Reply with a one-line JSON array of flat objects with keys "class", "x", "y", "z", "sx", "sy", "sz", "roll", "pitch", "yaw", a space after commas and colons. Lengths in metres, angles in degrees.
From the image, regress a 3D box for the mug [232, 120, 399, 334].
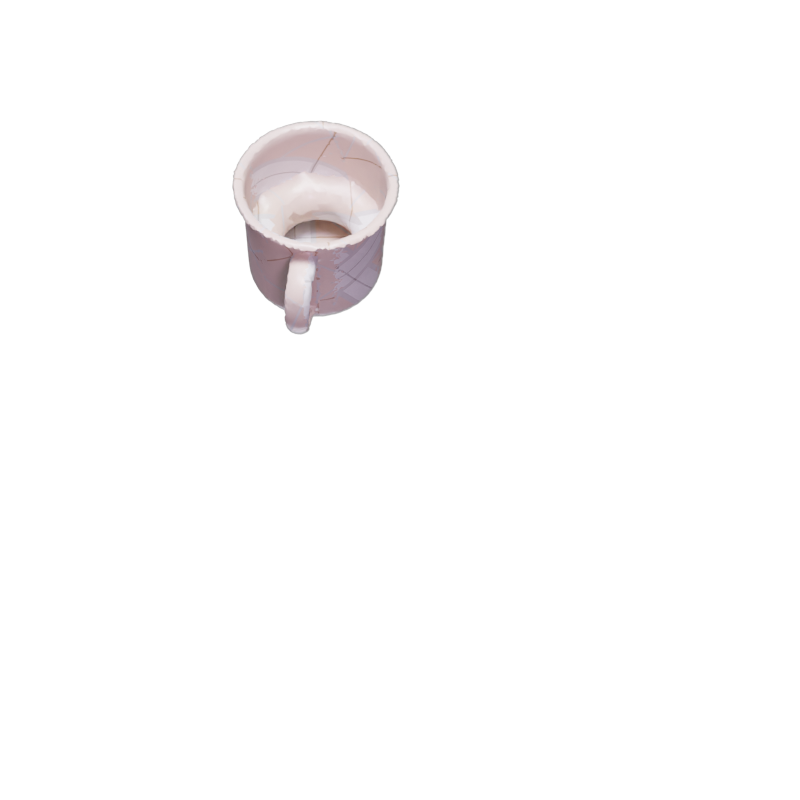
[{"class": "mug", "x": -0.050, "y": -0.092, "z": 0.642, "sx": 0.093, "sy": 0.125, "sz": 0.076, "roll": 5, "pitch": -33, "yaw": 1}]
